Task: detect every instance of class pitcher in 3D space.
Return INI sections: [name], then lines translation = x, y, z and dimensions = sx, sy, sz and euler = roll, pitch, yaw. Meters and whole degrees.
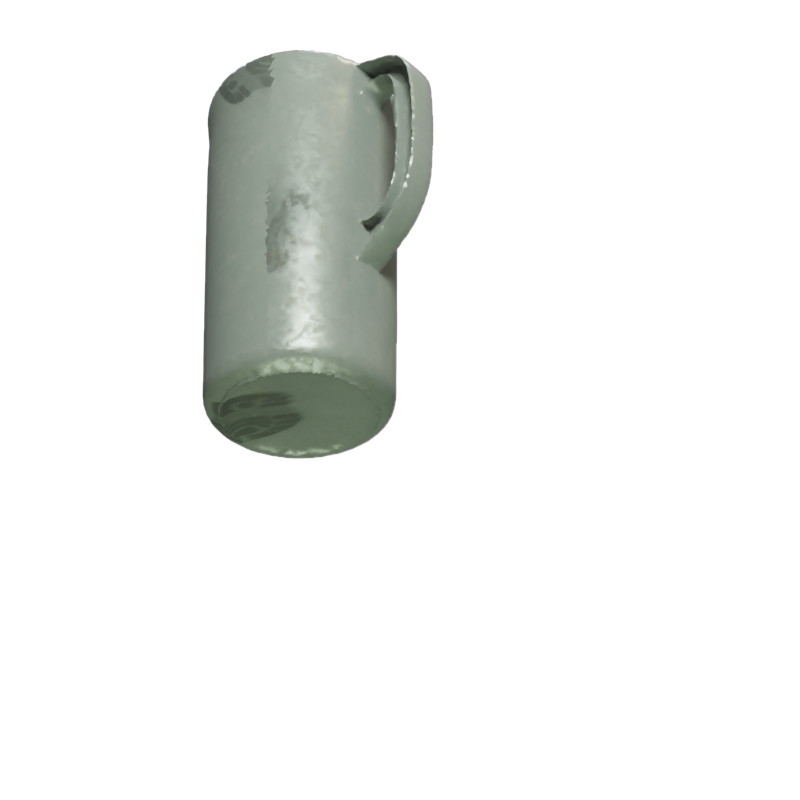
[pitcher]
translation = -0.053, -0.097, 0.682
dimensions = 0.145, 0.261, 0.139
euler = 0, -38, -3
